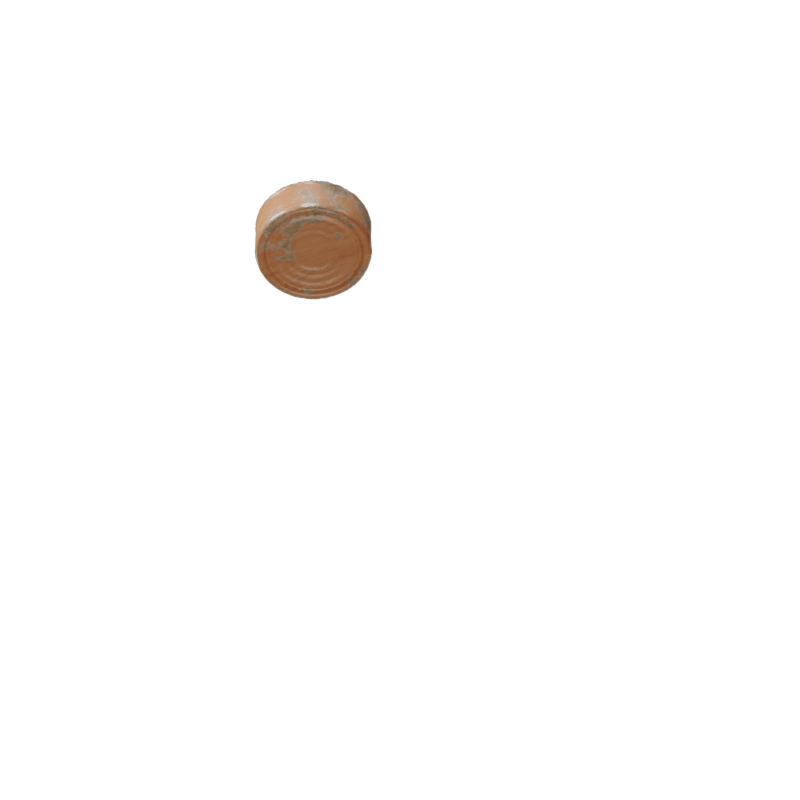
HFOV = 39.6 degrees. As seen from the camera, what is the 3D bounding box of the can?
[{"bbox_3d":[-0.063,-0.115,0.806,0.086,0.080,0.036,1,40,-1],"label":"can"}]
